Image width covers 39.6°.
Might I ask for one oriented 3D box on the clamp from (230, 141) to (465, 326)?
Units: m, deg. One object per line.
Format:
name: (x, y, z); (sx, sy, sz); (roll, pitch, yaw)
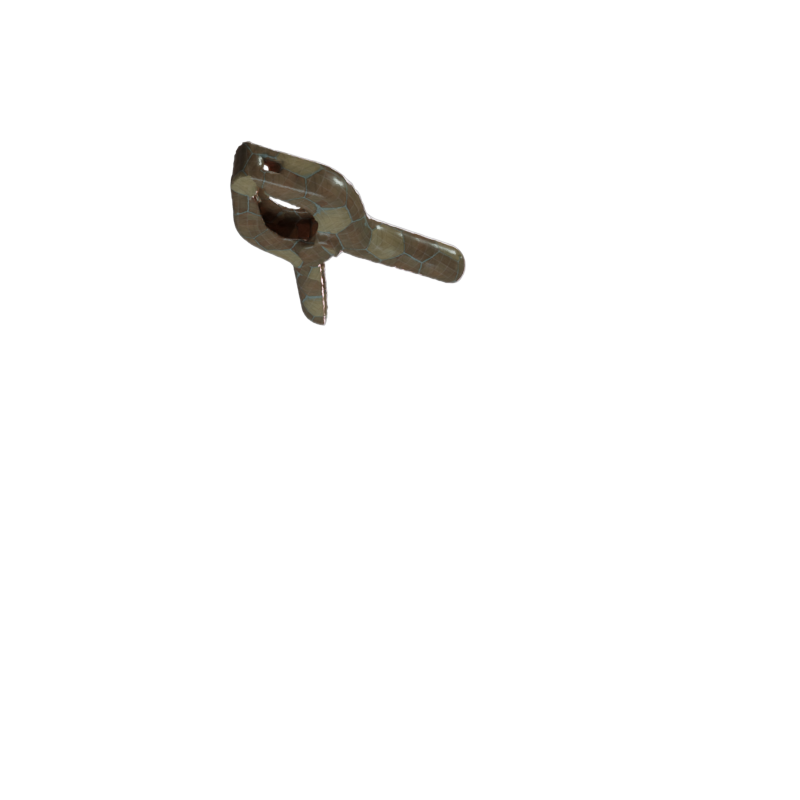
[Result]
clamp: (-0.054, -0.099, 0.694); (0.120, 0.042, 0.160); (-29, -45, 33)
